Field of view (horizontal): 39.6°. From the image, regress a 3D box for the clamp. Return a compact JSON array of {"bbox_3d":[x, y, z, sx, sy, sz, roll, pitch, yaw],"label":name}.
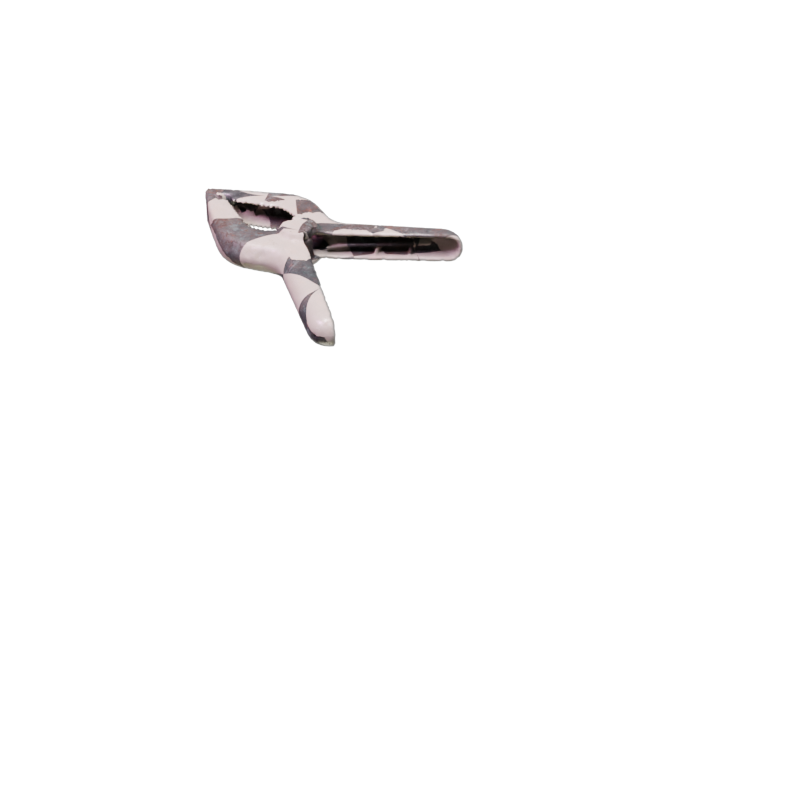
[{"bbox_3d":[-0.068,-0.124,0.870,0.164,0.034,0.225,-29,45,-34],"label":"clamp"}]
